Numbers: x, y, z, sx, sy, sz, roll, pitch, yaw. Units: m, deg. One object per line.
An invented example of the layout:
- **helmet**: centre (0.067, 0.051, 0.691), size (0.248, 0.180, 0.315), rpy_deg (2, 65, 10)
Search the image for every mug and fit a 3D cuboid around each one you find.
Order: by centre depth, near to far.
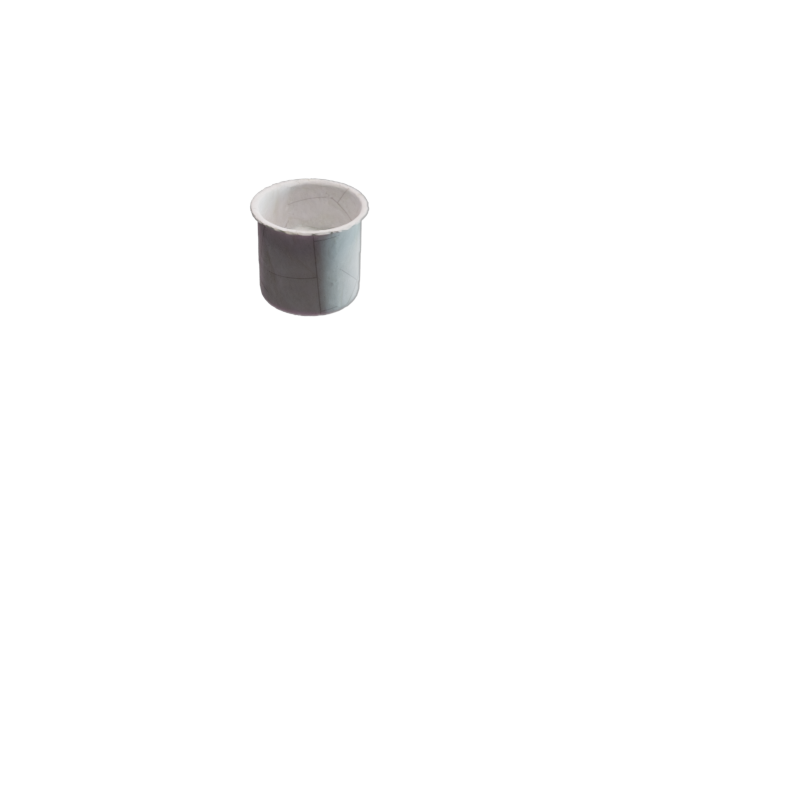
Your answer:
- **mug**: centre (-0.070, -0.128, 0.895), size (0.095, 0.076, 0.123), rpy_deg (7, 35, 9)
